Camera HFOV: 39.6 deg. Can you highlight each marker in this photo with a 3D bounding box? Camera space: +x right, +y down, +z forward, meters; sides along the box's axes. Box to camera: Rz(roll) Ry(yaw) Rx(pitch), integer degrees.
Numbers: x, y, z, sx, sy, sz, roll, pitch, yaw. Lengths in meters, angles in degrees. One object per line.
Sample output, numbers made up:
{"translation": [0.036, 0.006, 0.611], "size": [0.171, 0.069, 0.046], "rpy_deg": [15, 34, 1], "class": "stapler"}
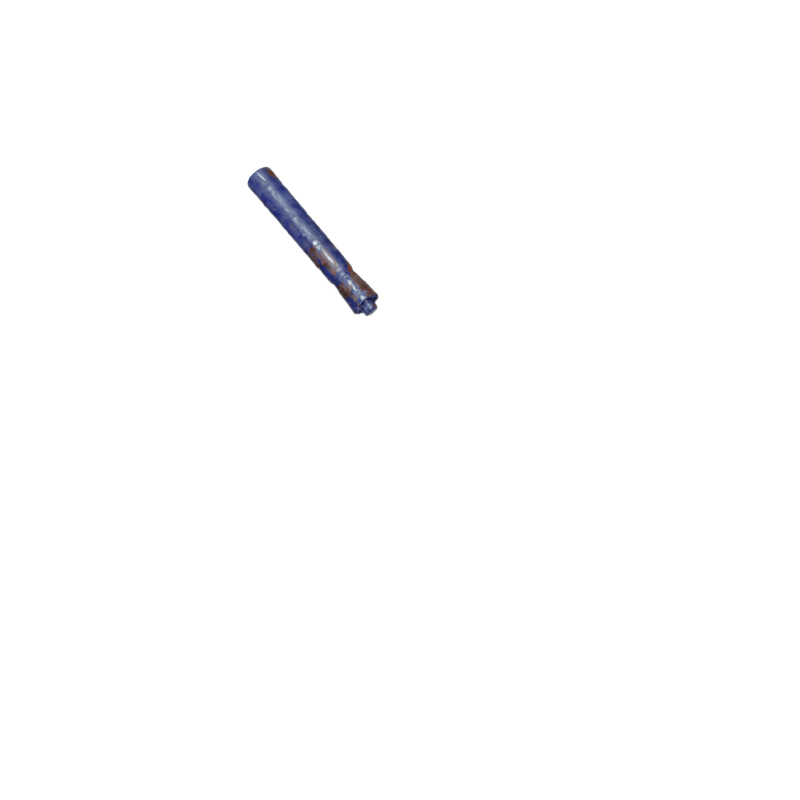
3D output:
{"translation": [-0.055, -0.100, 0.700], "size": [0.020, 0.128, 0.019], "rpy_deg": [-33, -22, -16], "class": "marker"}
